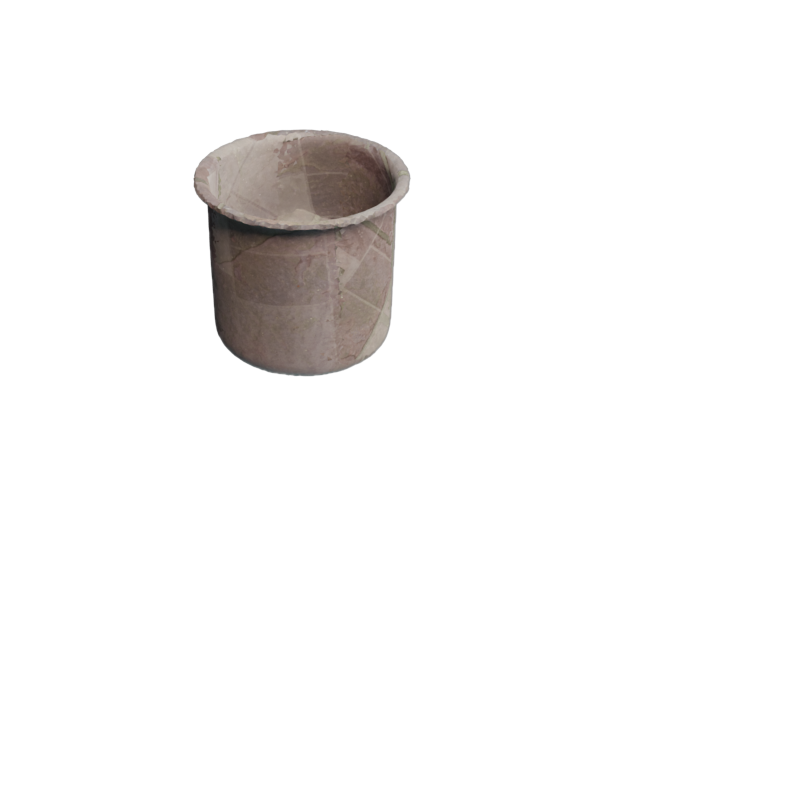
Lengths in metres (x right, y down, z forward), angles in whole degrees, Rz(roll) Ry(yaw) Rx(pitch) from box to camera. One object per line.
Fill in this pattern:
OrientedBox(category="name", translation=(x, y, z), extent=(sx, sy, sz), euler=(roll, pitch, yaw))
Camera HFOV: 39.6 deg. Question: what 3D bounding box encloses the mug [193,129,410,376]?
OrientedBox(category="mug", translation=(-0.039, -0.072, 0.504), extent=(0.096, 0.076, 0.121), euler=(13, 37, 17))
